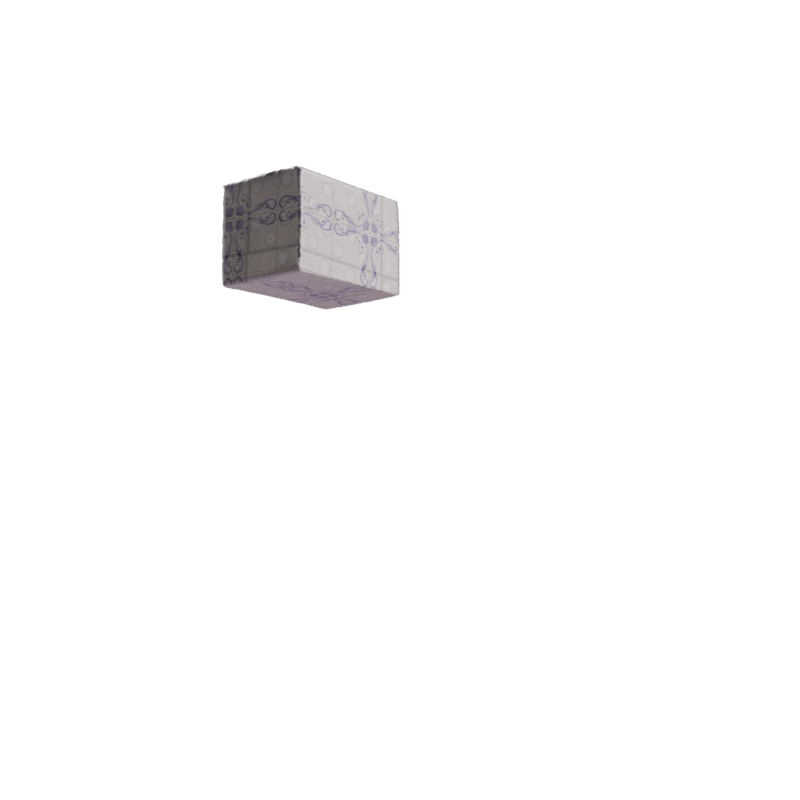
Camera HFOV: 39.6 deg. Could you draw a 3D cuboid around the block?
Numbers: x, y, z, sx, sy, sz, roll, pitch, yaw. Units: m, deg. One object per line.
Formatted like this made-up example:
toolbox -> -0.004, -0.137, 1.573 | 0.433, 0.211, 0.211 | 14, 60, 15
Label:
block -> -0.043, -0.078, 0.549 | 0.054, 0.053, 0.074 | -9, -13, 38
